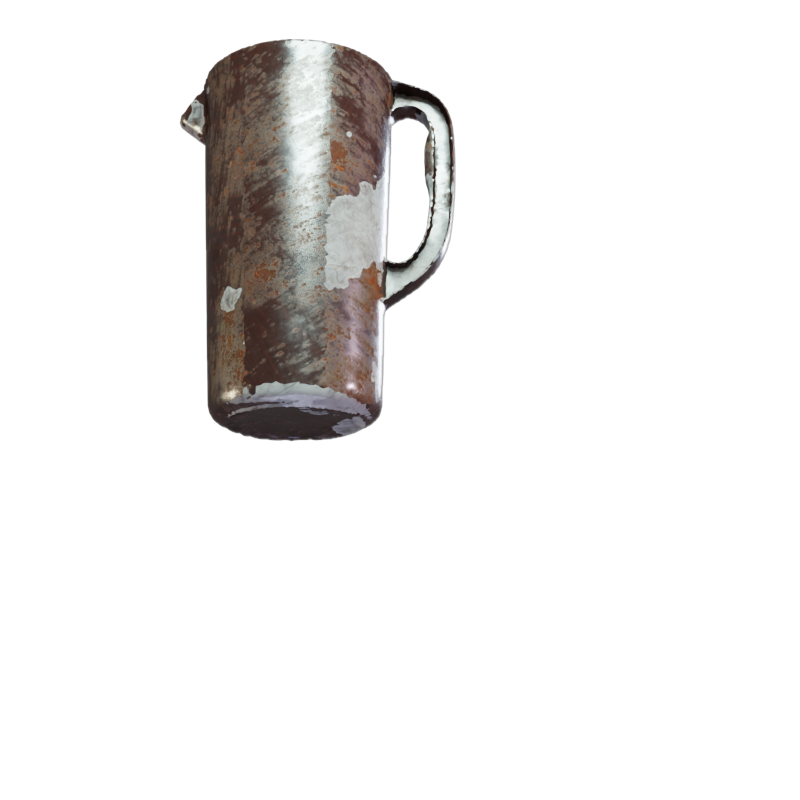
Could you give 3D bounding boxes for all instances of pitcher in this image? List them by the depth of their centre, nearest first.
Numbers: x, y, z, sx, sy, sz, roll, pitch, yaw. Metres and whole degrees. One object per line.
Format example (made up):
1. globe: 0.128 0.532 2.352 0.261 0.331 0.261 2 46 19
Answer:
1. pitcher: -0.057 -0.103 0.725 0.137 0.255 0.150 15 -26 -37
